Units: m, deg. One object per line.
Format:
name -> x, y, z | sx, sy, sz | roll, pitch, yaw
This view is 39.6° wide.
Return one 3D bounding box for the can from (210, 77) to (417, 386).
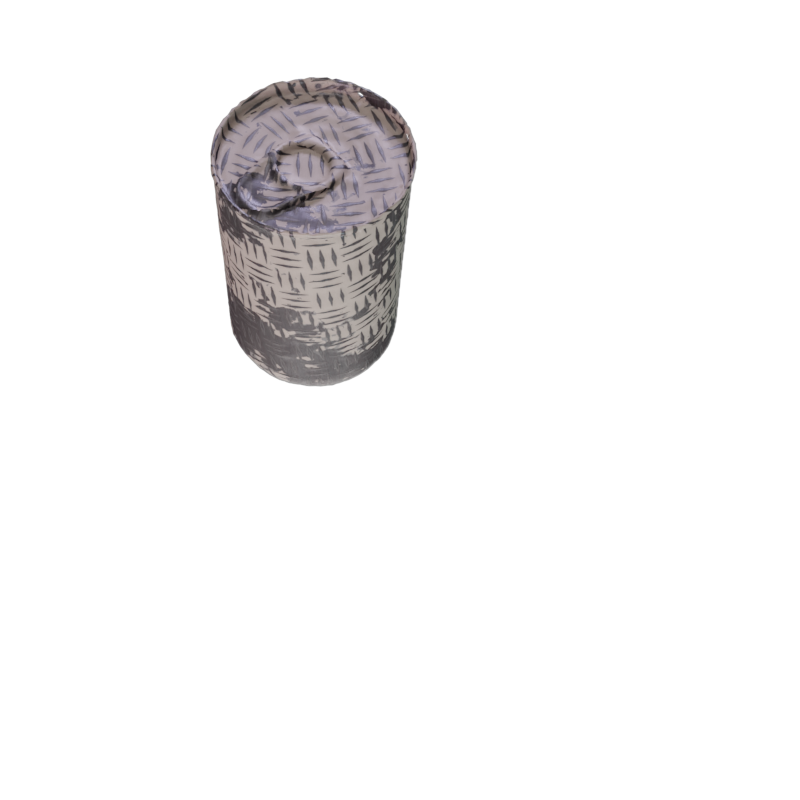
can -> -0.032, -0.058, 0.403 | 0.068, 0.073, 0.096 | 0, -31, -3
